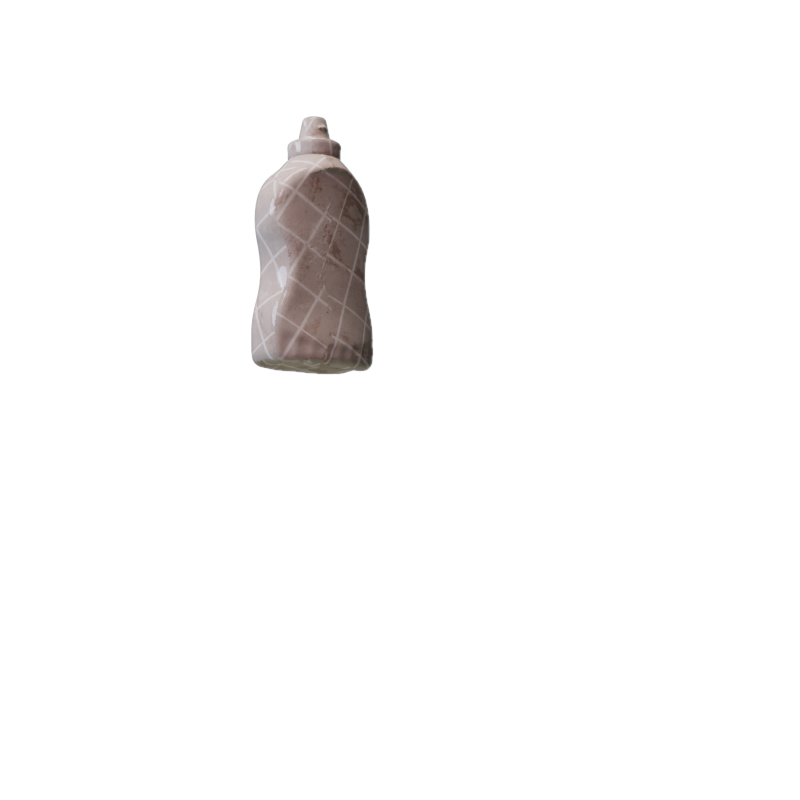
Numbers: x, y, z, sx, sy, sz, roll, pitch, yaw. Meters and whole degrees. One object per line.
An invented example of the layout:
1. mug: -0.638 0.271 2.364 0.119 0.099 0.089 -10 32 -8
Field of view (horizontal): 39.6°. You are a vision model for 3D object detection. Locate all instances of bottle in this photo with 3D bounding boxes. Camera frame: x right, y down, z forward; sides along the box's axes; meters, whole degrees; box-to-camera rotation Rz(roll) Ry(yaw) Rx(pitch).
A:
1. bottle: -0.065 -0.118 0.829 0.091 0.197 0.059 8 -15 -39
